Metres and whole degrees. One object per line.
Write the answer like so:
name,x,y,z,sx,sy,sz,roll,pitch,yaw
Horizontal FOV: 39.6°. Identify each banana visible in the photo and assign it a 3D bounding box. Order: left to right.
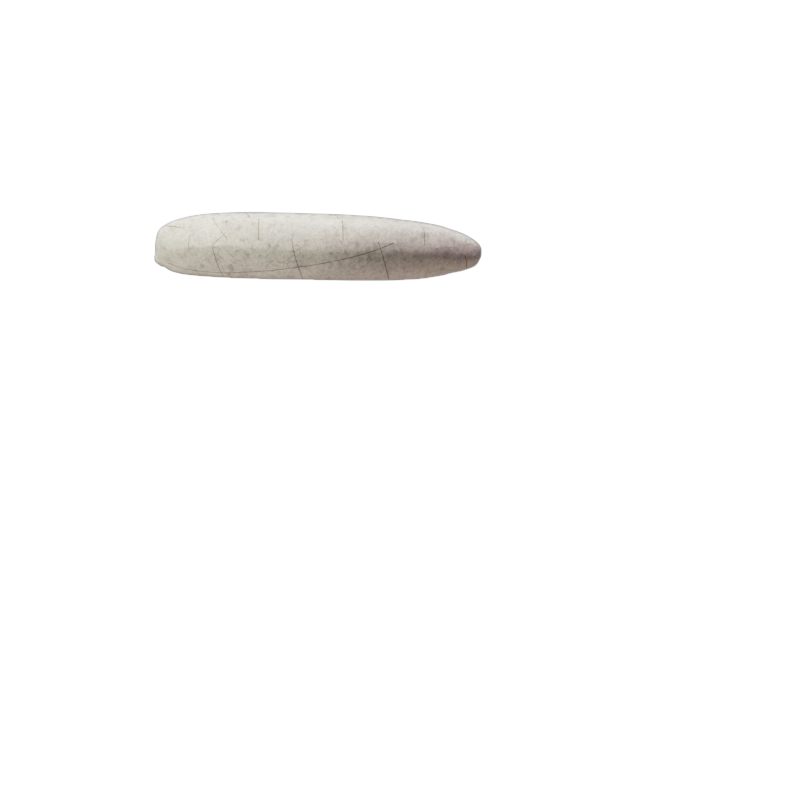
banana,-0.057,-0.087,0.618,0.202,0.036,0.069,3,12,14
